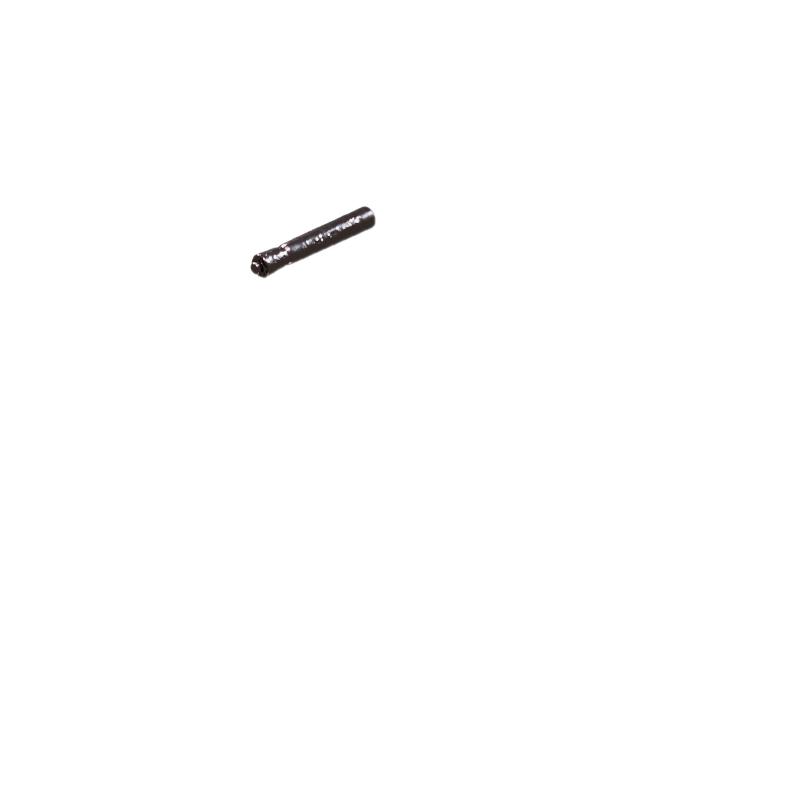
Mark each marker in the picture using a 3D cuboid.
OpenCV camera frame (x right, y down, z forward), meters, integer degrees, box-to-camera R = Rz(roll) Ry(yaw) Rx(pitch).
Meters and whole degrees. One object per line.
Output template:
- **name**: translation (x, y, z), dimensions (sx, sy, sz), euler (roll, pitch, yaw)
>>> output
- **marker**: translation (-0.067, -0.121, 0.850), dimensions (0.021, 0.019, 0.121), euler (4, 27, 47)
